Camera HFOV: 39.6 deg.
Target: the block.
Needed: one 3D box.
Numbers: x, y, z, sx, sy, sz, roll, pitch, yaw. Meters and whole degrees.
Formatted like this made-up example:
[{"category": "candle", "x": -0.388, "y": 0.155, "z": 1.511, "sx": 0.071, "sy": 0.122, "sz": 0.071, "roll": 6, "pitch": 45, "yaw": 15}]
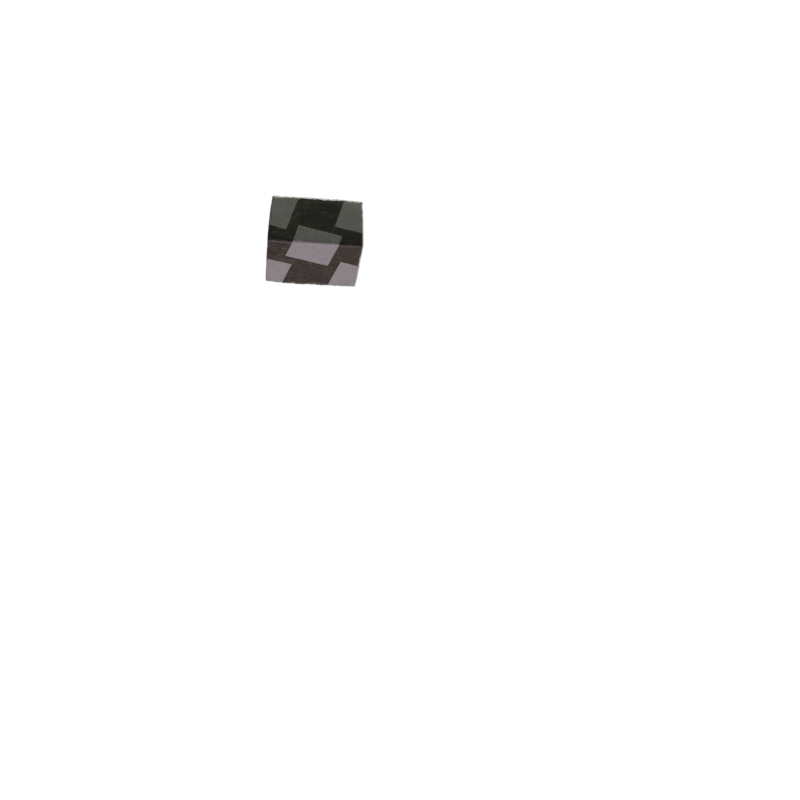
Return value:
[{"category": "block", "x": -0.072, "y": -0.130, "z": 0.914, "sx": 0.077, "sy": 0.055, "sz": 0.049, "roll": 4, "pitch": -39, "yaw": -6}]
